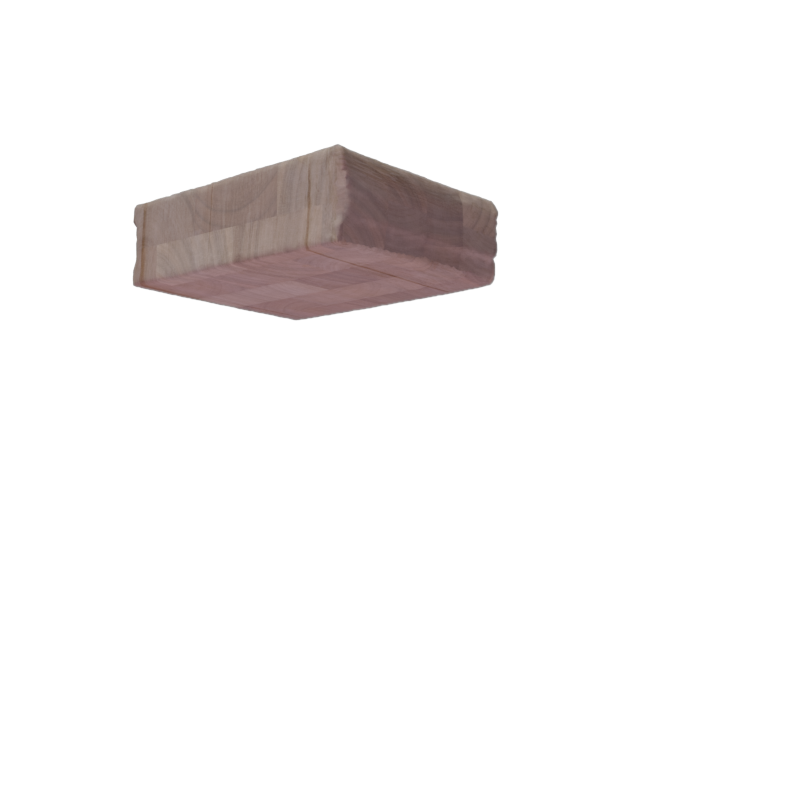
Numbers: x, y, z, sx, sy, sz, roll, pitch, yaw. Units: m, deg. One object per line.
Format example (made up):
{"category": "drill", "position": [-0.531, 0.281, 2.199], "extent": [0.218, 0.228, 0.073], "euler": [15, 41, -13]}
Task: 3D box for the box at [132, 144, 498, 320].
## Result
{"category": "box", "position": [-0.027, -0.049, 0.341], "extent": [0.091, 0.031, 0.069], "euler": [-7, -11, 41]}
